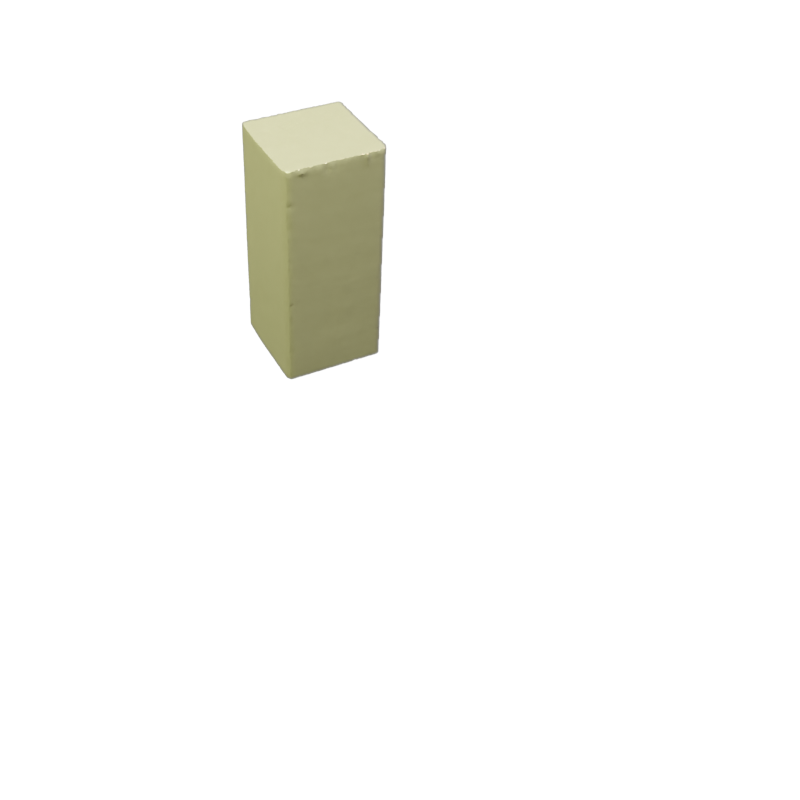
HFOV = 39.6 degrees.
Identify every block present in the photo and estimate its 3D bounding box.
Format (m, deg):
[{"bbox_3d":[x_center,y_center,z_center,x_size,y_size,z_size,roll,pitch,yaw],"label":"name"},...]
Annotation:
[{"bbox_3d":[-0.073,-0.132,0.928,0.089,0.193,0.098,-15,41,-22],"label":"block"}]
